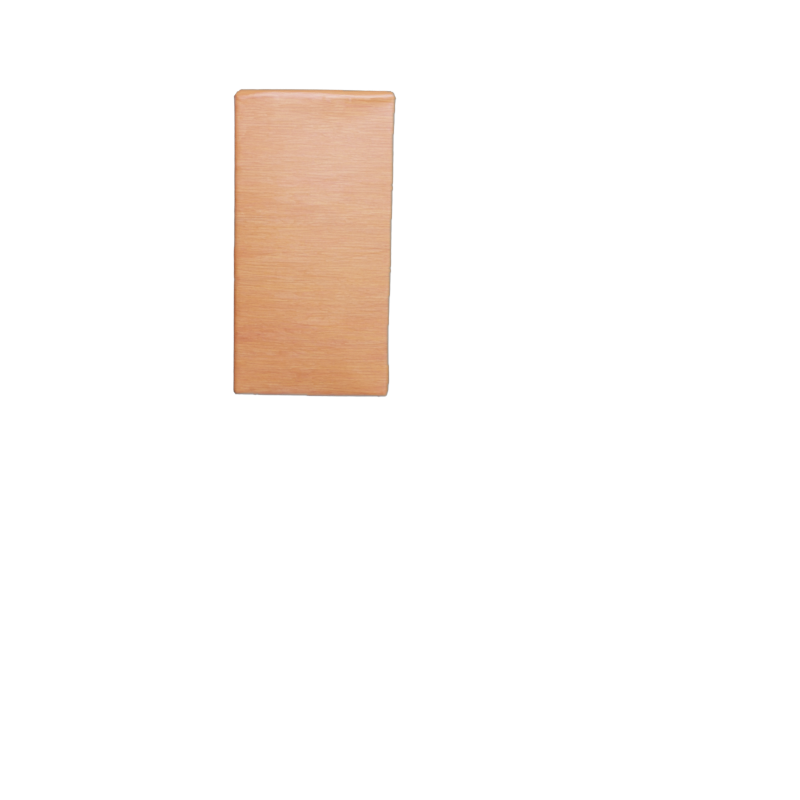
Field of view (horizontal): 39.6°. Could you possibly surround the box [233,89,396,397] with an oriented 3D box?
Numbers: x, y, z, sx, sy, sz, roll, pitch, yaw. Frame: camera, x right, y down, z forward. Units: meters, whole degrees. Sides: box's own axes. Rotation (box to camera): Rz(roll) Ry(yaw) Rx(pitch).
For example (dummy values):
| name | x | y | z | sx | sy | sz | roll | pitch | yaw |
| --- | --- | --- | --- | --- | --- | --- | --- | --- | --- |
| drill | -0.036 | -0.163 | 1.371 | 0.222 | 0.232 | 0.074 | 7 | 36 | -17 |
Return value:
| name | x | y | z | sx | sy | sz | roll | pitch | yaw |
| --- | --- | --- | --- | --- | --- | --- | --- | --- | --- |
| box | -0.051 | -0.092 | 0.647 | 0.093 | 0.171 | 0.049 | 1 | 12 | 0 |
